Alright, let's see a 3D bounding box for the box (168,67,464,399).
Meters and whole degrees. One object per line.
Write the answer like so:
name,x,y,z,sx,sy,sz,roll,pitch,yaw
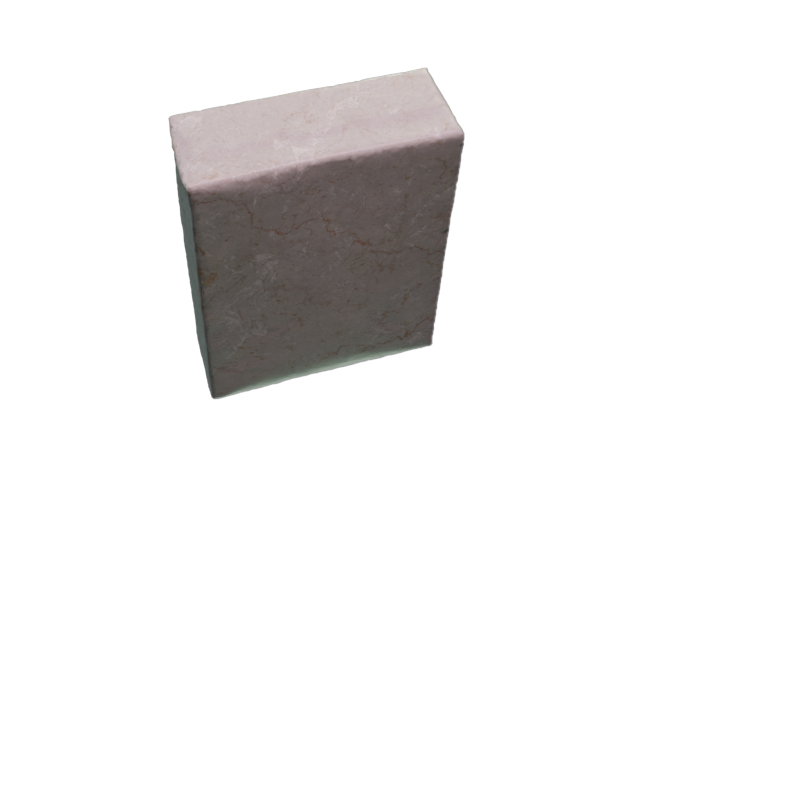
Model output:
box,-0.056,-0.102,0.715,0.163,0.077,0.200,-13,-34,-12
